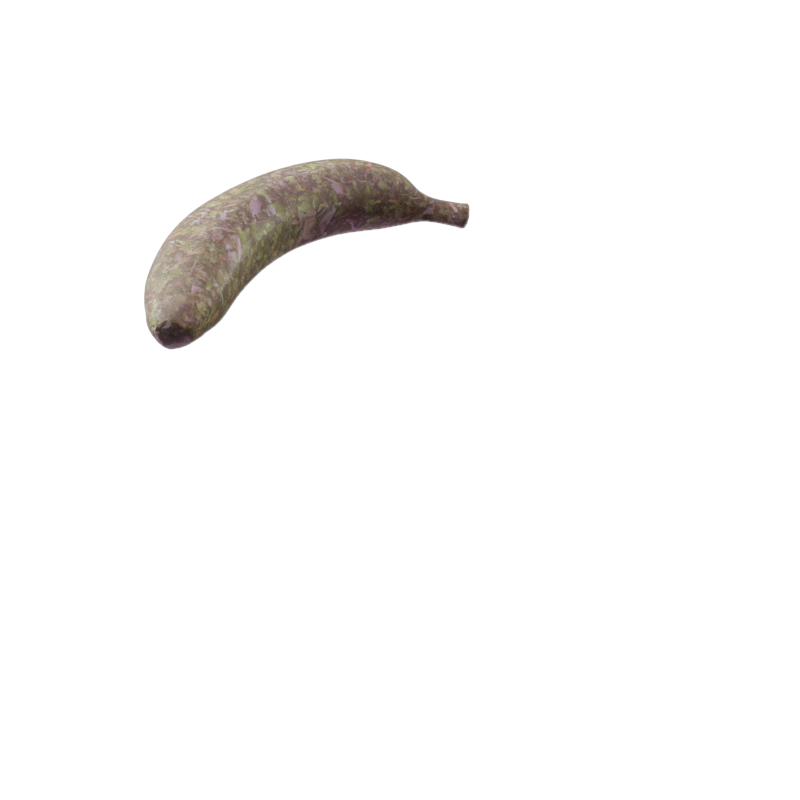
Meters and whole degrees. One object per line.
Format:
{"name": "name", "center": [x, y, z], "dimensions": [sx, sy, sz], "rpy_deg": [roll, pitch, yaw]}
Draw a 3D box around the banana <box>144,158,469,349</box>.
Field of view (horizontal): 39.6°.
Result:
{"name": "banana", "center": [-0.049, -0.073, 0.477], "dimensions": [0.073, 0.035, 0.197], "rpy_deg": [19, 33, 32]}
